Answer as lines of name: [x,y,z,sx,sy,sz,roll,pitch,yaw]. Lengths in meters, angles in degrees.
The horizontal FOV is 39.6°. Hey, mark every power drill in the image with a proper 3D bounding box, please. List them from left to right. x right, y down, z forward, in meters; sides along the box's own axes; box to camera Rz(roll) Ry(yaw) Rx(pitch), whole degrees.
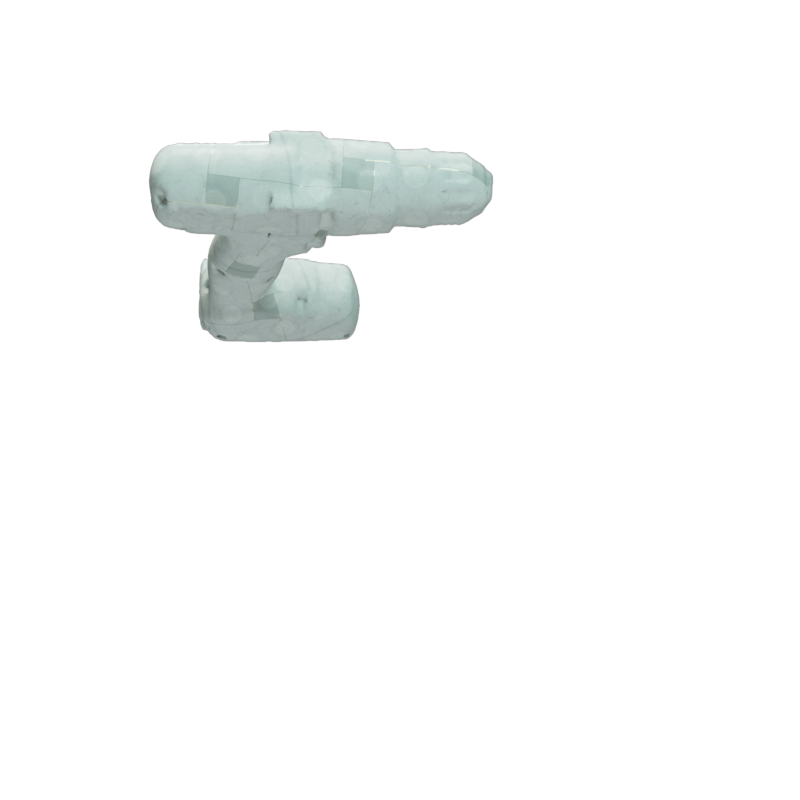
power drill: [-0.051,-0.094,0.657,0.183,0.061,0.179,2,-22,-6]
